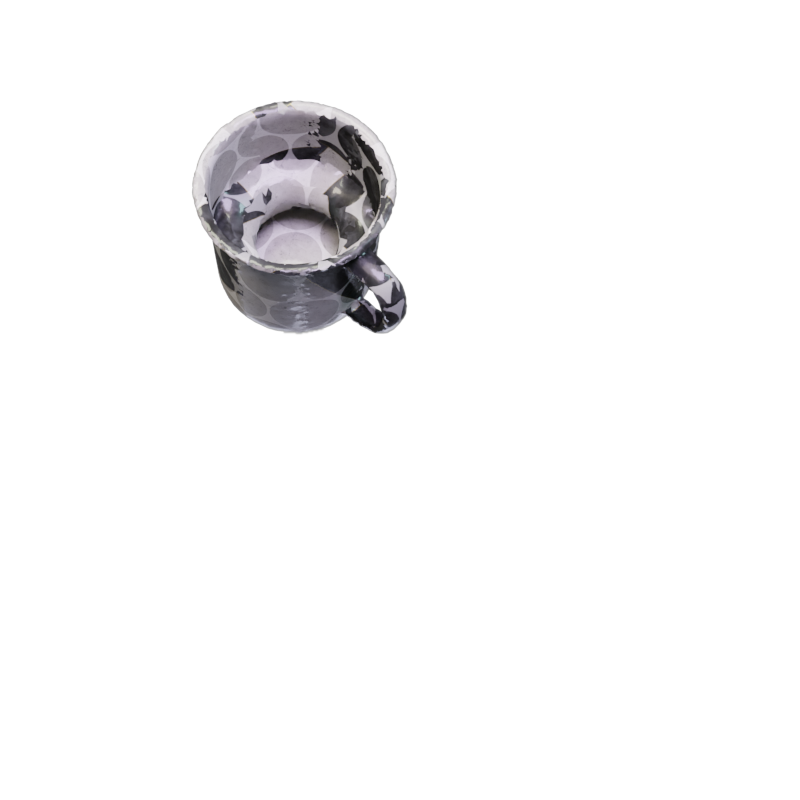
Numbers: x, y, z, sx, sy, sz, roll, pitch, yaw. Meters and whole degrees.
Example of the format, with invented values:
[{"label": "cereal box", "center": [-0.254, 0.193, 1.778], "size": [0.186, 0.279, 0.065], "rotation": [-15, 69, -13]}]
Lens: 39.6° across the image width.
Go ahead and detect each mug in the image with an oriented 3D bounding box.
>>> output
[{"label": "mug", "center": [-0.042, -0.076, 0.535], "size": [0.123, 0.094, 0.077], "rotation": [41, -20, 17]}]
